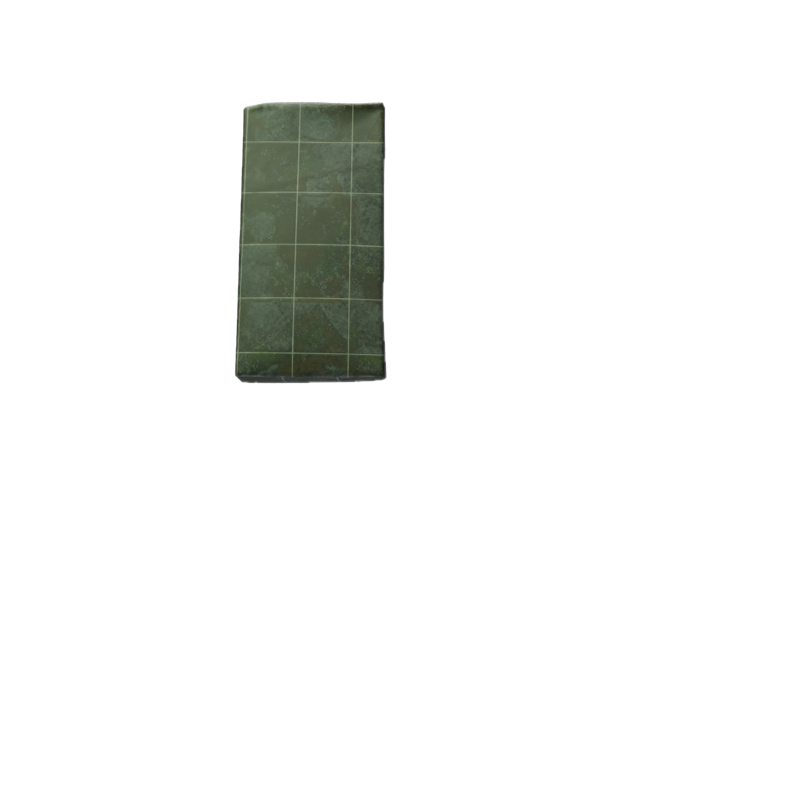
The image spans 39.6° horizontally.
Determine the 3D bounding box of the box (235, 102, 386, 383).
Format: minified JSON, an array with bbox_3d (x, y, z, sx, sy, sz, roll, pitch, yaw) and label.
[{"bbox_3d":[-0.055,-0.100,0.702,0.094,0.181,0.047,-1,-10,2],"label":"box"}]
